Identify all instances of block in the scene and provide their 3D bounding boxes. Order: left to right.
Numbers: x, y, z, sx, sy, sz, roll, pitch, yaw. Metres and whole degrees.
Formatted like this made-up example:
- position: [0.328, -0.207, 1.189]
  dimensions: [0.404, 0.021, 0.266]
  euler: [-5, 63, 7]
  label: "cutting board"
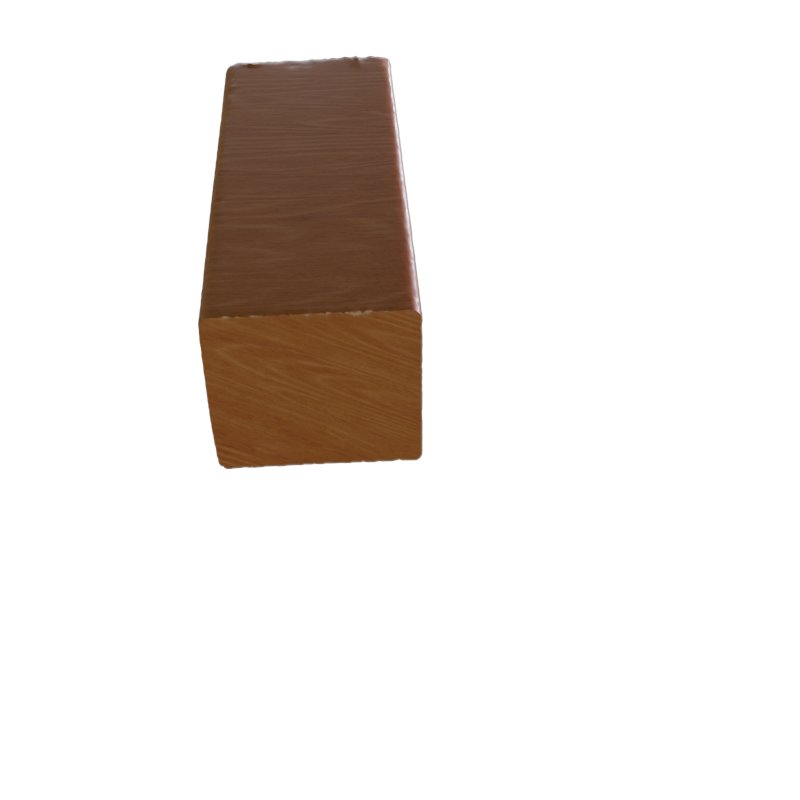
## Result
- position: [-0.042, -0.077, 0.537]
  dimensions: [0.091, 0.084, 0.221]
  euler: [-3, 42, -1]
  label: "block"
